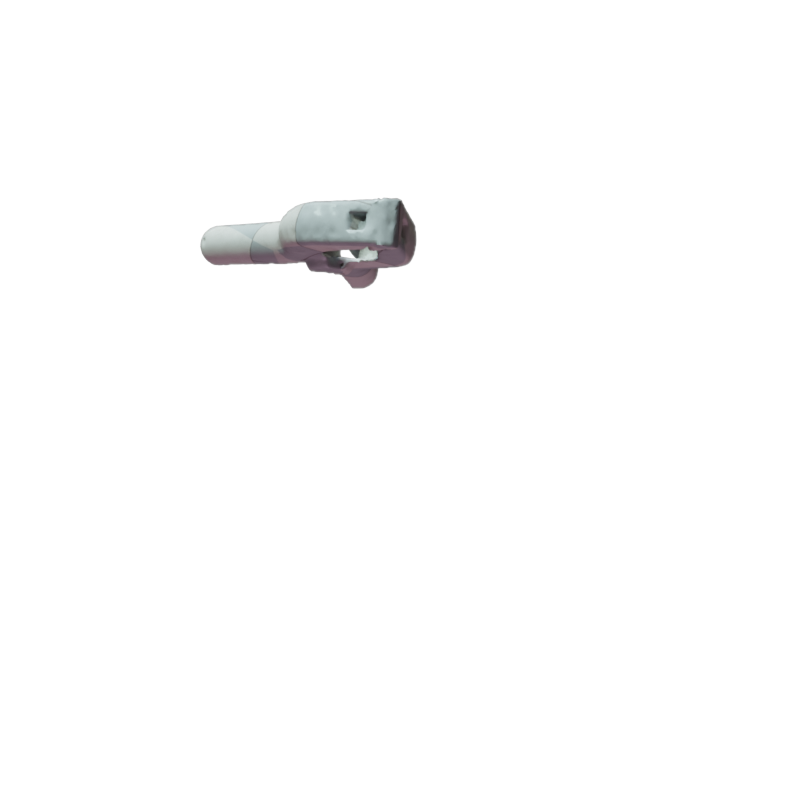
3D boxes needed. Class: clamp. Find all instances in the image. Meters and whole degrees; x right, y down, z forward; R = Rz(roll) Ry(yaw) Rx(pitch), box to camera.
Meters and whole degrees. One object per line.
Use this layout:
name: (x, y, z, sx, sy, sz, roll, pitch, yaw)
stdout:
clamp: (-0.052, -0.094, 0.661, 0.118, 0.040, 0.171, 1, -5, -16)
